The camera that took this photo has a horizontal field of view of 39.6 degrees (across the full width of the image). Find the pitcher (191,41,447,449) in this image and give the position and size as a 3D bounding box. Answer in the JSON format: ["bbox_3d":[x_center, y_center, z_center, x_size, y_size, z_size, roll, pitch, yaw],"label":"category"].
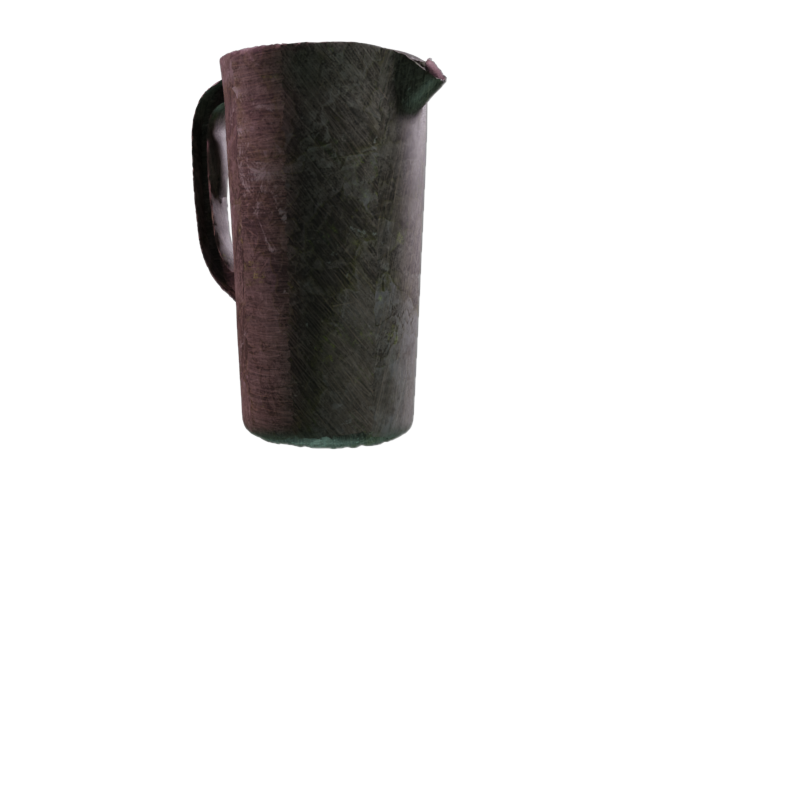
[{"bbox_3d":[-0.055,-0.100,0.702,0.143,0.242,0.152,-1,3,-13],"label":"pitcher"}]
